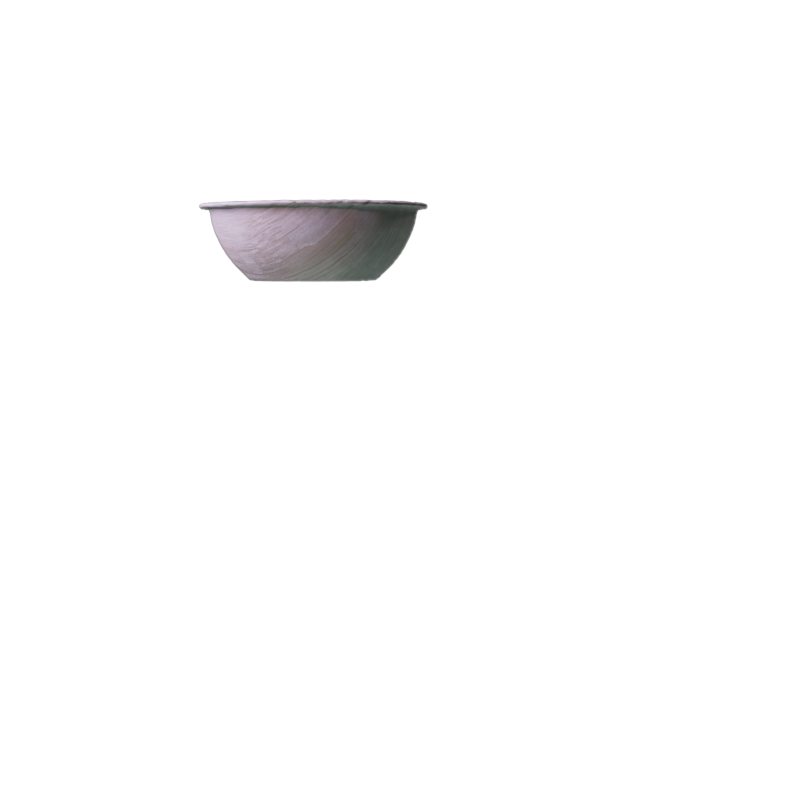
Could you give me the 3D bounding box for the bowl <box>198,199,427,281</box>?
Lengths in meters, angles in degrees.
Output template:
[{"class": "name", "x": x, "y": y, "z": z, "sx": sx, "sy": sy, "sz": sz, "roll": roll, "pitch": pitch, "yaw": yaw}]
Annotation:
[{"class": "bowl", "x": -0.062, "y": -0.112, "z": 0.786, "sx": 0.162, "sy": 0.055, "sz": 0.164, "roll": 0, "pitch": 7, "yaw": -2}]
